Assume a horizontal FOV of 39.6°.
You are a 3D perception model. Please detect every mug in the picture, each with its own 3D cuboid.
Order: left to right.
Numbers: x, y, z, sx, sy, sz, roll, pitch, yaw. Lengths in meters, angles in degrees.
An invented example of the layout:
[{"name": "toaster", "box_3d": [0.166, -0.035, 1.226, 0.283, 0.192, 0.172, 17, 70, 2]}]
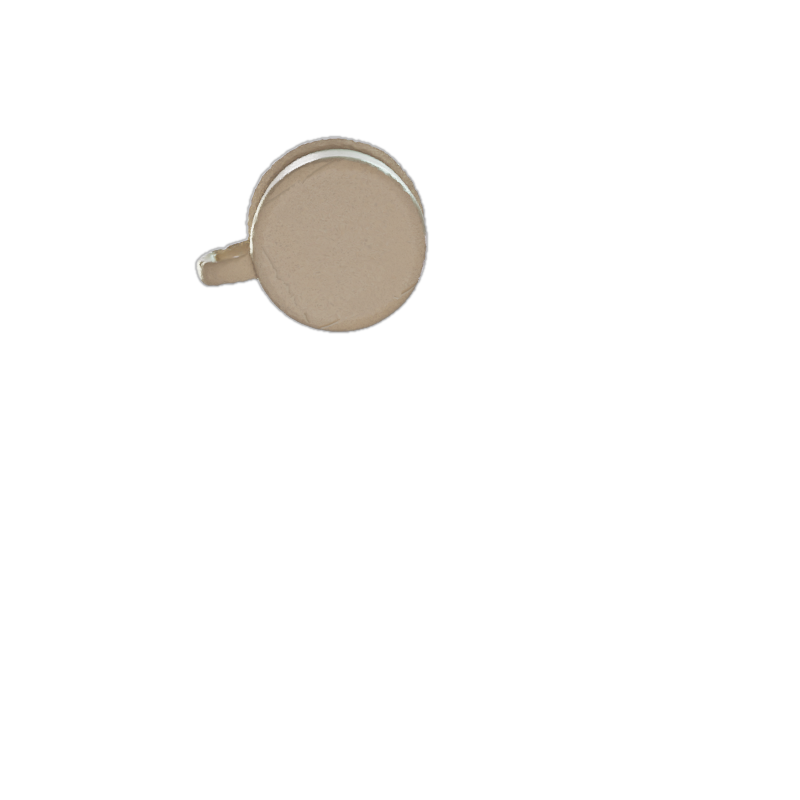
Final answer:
[{"name": "mug", "box_3d": [-0.042, -0.077, 0.539, 0.117, 0.091, 0.084, -12, 11, 1]}]
